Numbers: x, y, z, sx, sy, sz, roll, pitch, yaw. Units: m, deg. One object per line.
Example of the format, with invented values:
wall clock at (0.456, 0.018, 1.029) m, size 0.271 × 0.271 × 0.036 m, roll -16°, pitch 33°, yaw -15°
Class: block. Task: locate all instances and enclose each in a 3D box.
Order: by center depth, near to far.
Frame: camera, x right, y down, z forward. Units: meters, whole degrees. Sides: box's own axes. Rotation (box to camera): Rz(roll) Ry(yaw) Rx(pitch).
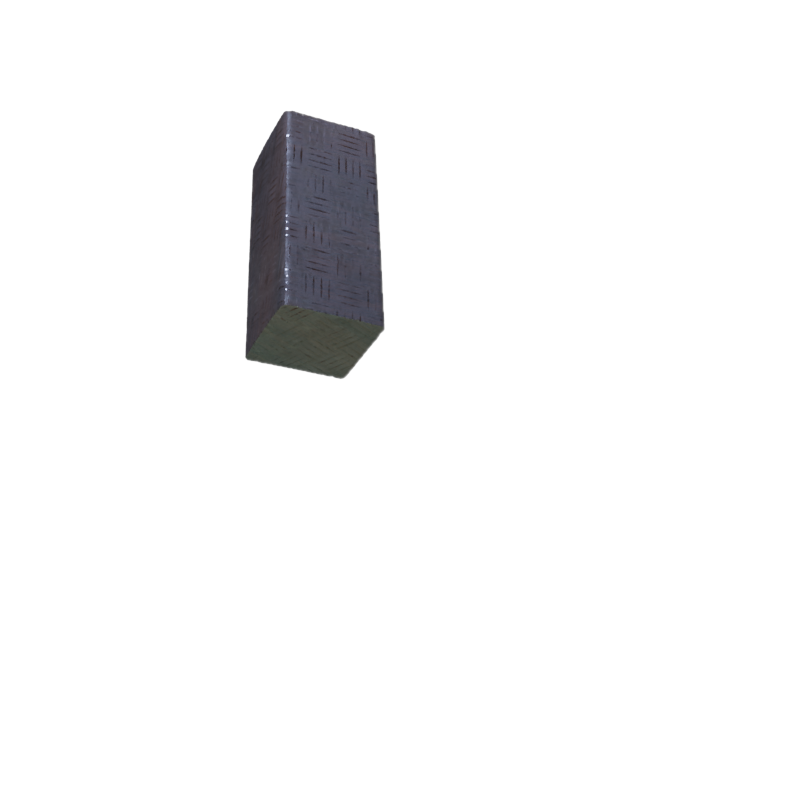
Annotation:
block at (-0.075, -0.136, 0.952) m, size 0.088 × 0.221 × 0.087 m, roll 12°, pitch -37°, yaw -21°
